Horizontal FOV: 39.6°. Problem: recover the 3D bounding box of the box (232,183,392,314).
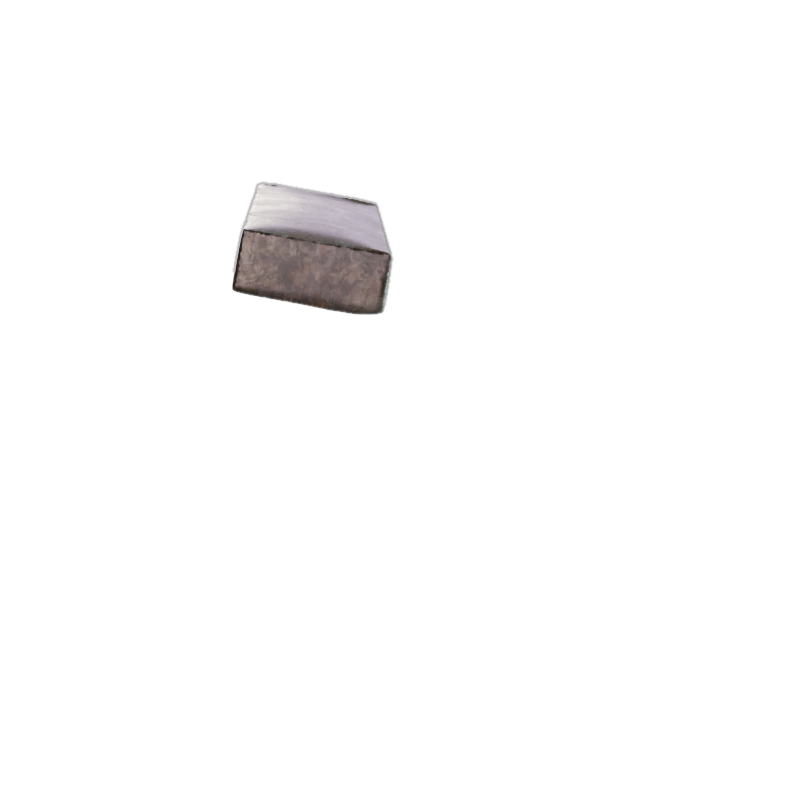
[{"bbox_3d":[-0.058,-0.106,0.741,0.093,0.046,0.184,9,20,-7],"label":"box"}]
